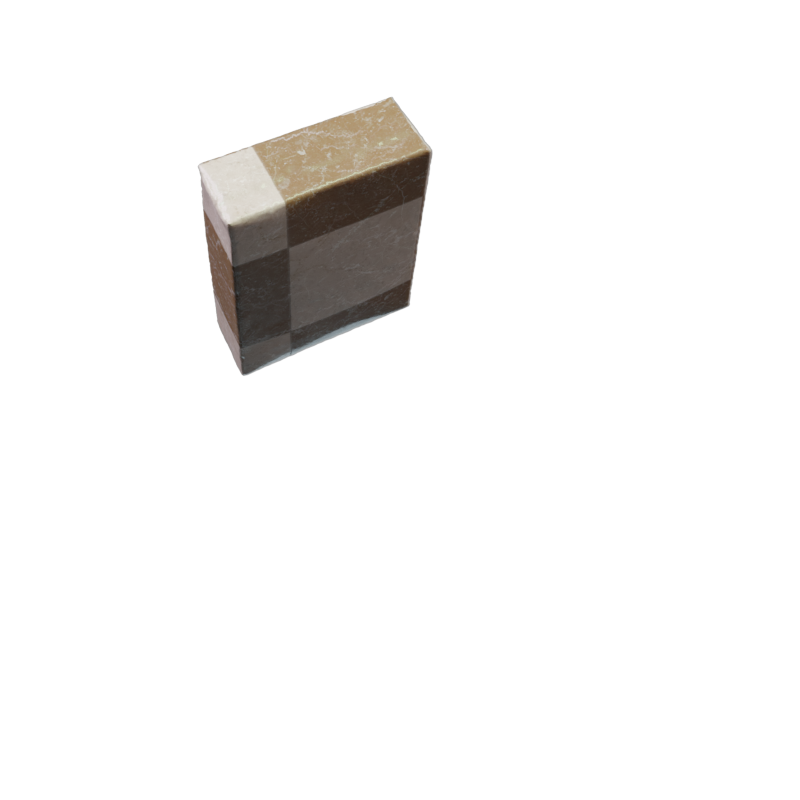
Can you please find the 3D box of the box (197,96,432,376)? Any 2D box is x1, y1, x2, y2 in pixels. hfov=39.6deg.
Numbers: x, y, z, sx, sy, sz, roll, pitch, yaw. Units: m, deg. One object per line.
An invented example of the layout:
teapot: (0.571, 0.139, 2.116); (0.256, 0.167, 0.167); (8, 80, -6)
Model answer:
box: (-0.069, -0.126, 0.885); (0.163, 0.077, 0.200); (-23, -27, -16)
